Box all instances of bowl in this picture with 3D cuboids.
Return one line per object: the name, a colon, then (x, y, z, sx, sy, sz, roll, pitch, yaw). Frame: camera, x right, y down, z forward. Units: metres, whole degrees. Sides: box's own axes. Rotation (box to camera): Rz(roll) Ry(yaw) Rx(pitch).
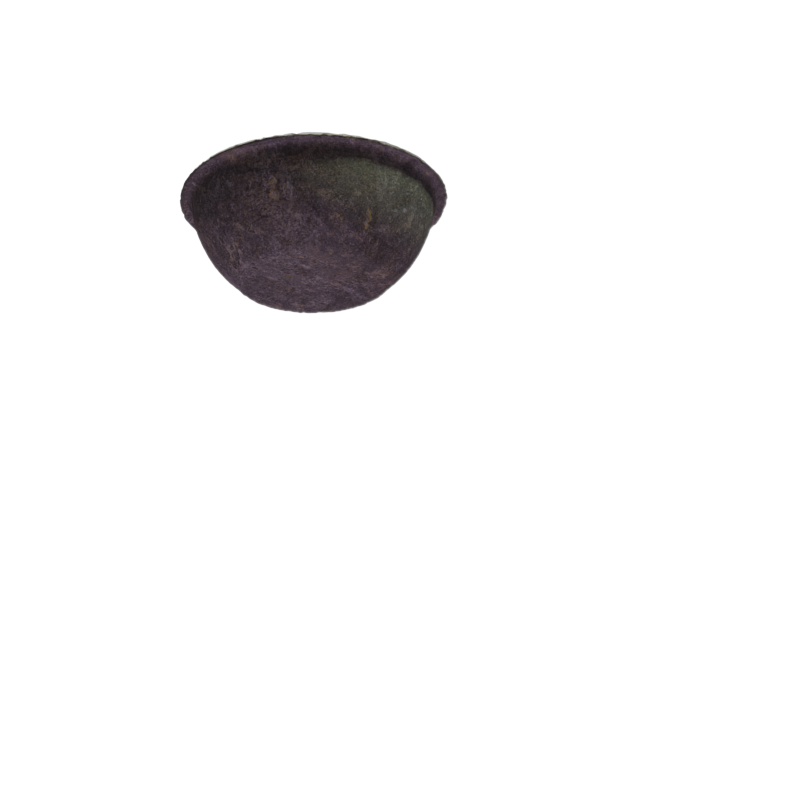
bowl: (-0.052, -0.095, 0.662, 0.162, 0.058, 0.154, 1, -21, -2)
